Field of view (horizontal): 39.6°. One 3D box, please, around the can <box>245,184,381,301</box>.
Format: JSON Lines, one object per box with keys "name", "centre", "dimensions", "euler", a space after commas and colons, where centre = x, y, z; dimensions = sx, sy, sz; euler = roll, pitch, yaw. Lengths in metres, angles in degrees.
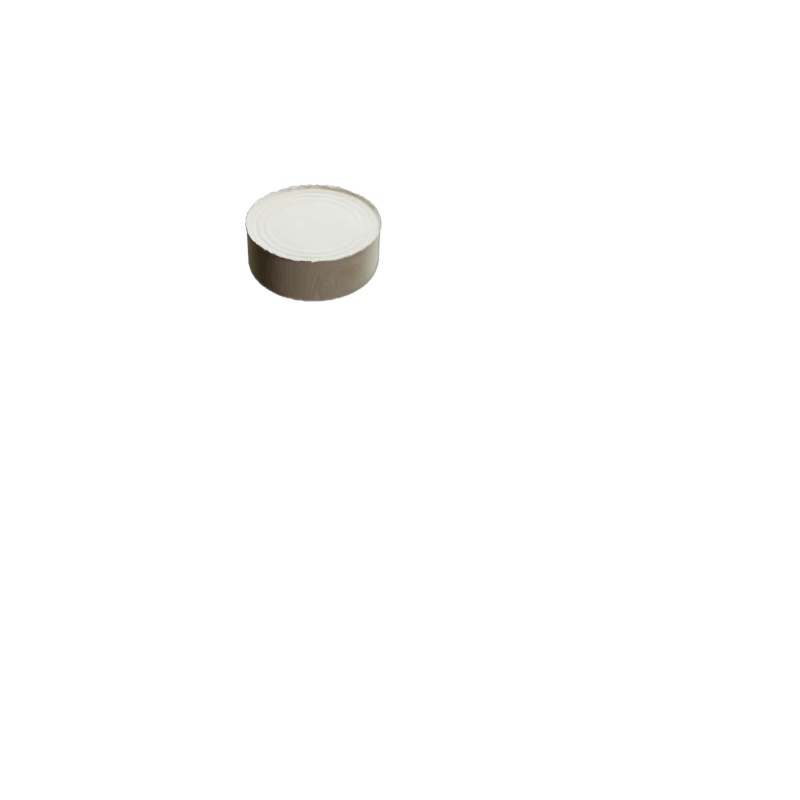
{"name": "can", "centre": [-0.055, -0.101, 0.706], "dimensions": [0.086, 0.031, 0.092], "euler": [-1, 40, -2]}
